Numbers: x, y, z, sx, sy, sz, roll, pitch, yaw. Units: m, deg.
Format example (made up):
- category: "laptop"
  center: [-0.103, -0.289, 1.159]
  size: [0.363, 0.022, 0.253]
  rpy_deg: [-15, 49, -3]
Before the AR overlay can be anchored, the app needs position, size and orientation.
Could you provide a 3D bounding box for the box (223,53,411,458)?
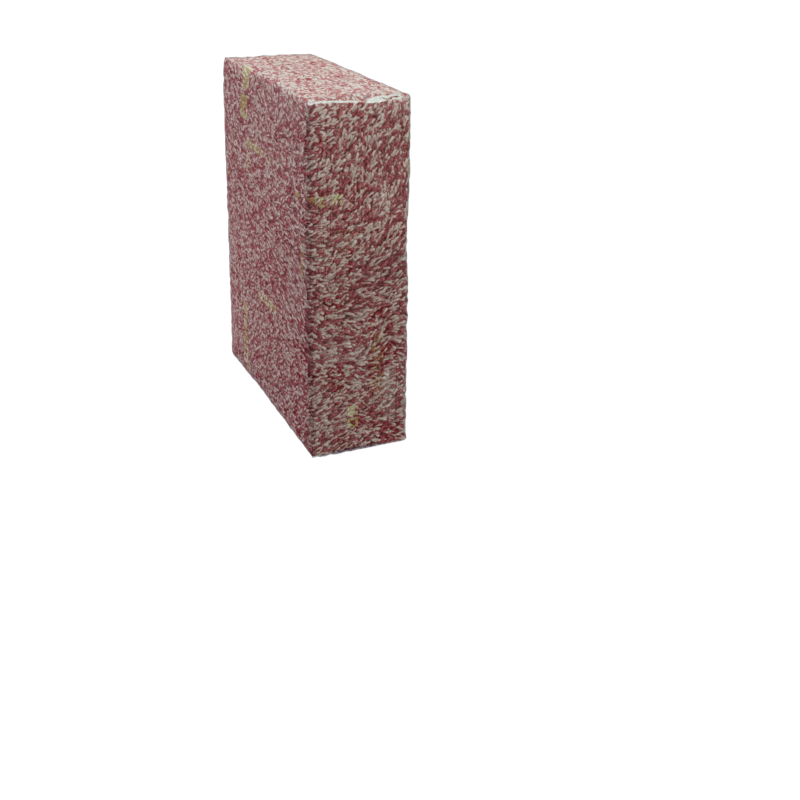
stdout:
- category: "box"
  center: [-0.054, -0.099, 0.695]
  size: [0.070, 0.204, 0.175]
  rpy_deg: [-7, 23, -22]
